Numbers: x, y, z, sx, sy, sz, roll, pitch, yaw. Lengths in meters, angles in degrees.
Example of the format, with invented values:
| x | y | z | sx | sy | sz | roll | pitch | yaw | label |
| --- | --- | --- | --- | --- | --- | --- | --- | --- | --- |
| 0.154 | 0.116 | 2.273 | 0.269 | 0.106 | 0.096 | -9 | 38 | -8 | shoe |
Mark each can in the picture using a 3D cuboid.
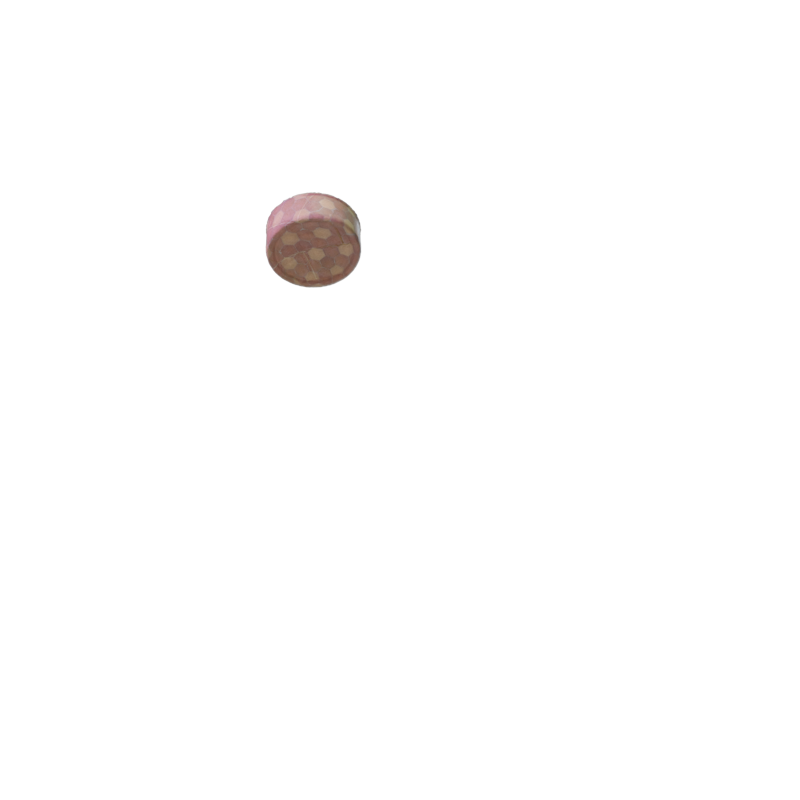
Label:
| x | y | z | sx | sy | sz | roll | pitch | yaw | label |
| --- | --- | --- | --- | --- | --- | --- | --- | --- | --- |
| -0.077 | -0.141 | 0.988 | 0.086 | 0.080 | 0.036 | 1 | 44 | -1 | can |
